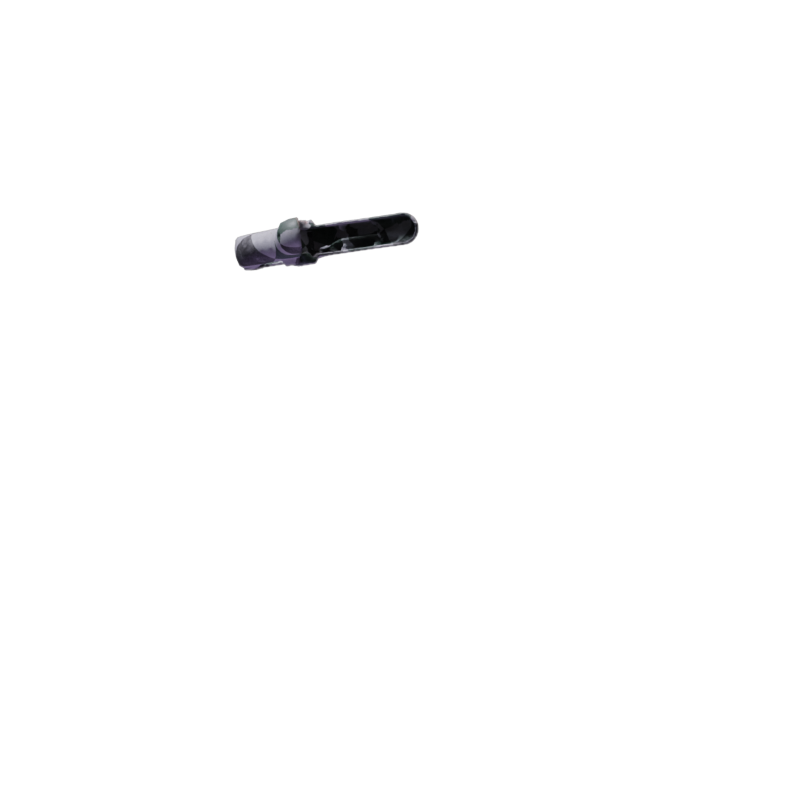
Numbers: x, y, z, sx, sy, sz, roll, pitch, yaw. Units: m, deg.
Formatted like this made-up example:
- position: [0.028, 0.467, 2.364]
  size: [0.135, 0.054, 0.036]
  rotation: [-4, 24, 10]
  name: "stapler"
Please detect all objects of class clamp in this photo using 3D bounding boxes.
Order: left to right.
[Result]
- position: [-0.069, -0.125, 0.877]
  size: [0.116, 0.039, 0.177]
  rotation: [-1, 4, -28]
  name: "clamp"
